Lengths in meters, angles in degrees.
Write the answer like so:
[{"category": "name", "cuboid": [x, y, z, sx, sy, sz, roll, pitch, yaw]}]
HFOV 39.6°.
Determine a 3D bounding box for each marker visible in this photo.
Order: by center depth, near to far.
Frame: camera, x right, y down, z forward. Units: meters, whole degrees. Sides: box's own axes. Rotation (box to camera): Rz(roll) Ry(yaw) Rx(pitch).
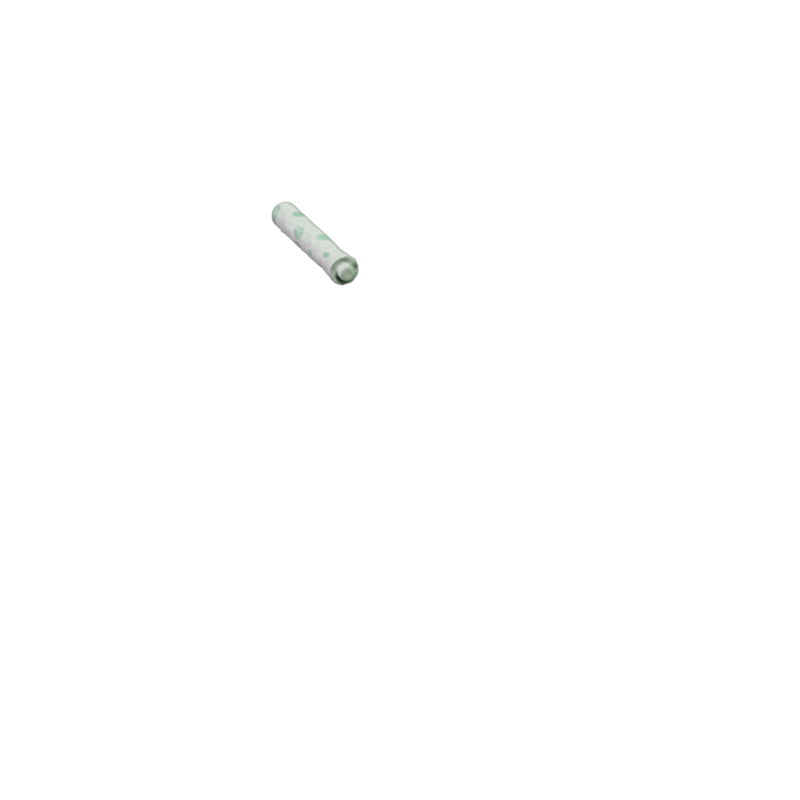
[{"category": "marker", "cuboid": [-0.055, -0.100, 0.704, 0.019, 0.019, 0.129, -2, 25, -23]}]
